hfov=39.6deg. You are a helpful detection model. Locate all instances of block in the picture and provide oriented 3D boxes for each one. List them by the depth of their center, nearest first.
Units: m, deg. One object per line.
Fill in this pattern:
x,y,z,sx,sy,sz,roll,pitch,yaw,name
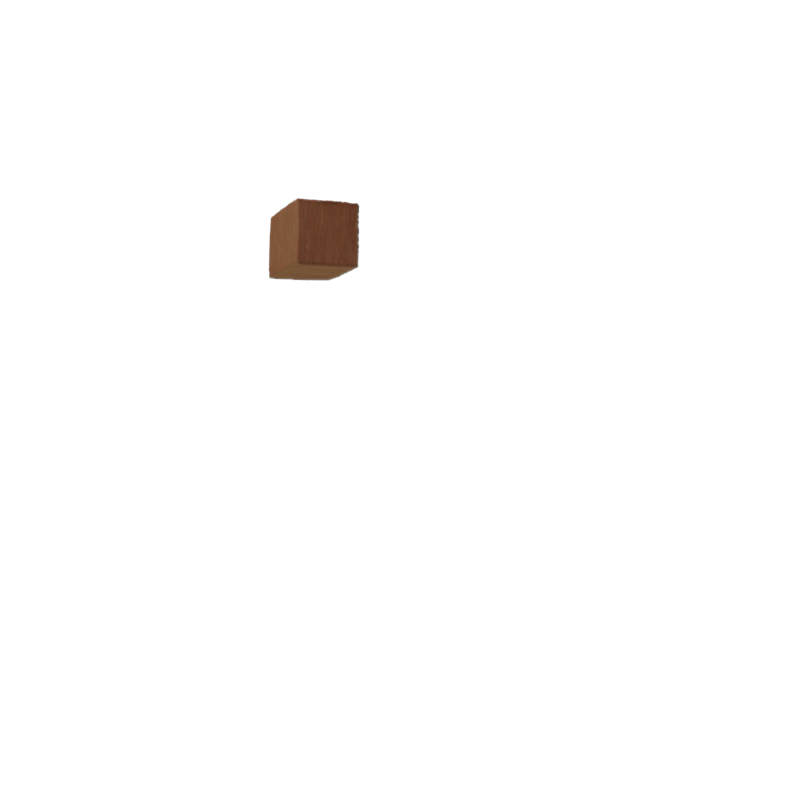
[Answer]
-0.069,-0.126,0.880,0.051,0.052,0.079,2,-6,-21,block
